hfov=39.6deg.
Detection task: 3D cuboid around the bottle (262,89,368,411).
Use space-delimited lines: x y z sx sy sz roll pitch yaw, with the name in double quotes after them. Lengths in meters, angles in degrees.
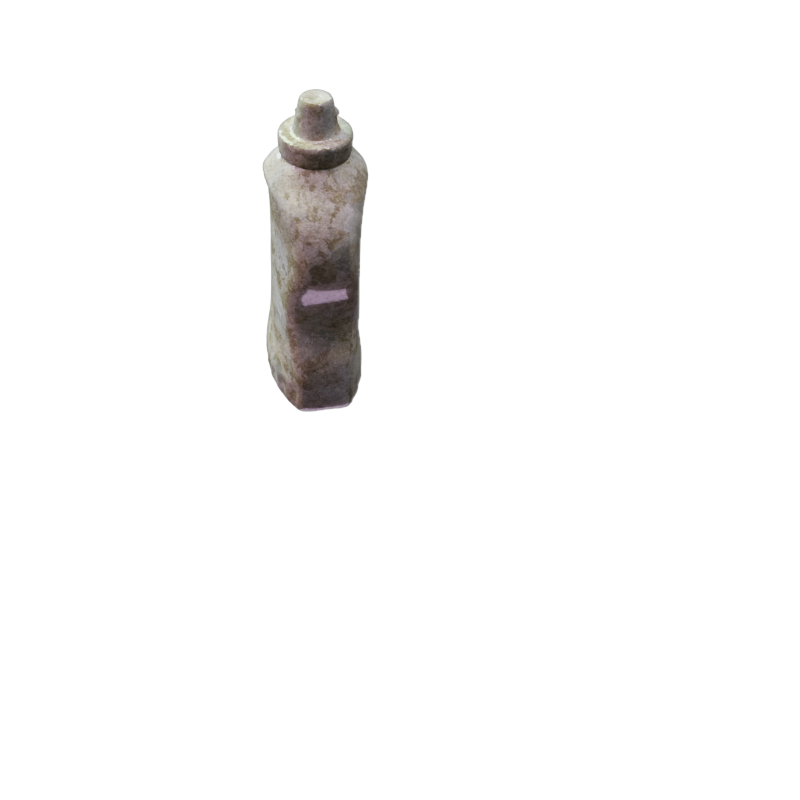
-0.050 -0.092 0.642 0.058 0.179 0.104 -4 41 -9 "bottle"
